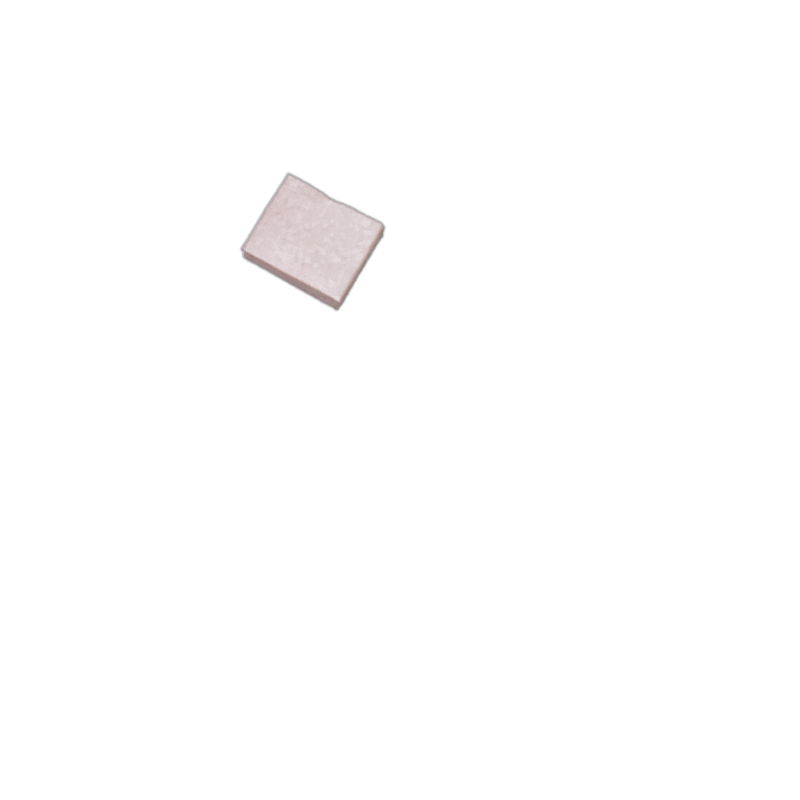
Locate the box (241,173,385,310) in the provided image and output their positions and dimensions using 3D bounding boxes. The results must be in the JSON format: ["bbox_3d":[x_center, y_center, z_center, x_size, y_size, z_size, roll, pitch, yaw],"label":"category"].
[{"bbox_3d":[-0.068,-0.124,0.870,0.091,0.074,0.029,29,-13,7],"label":"box"}]
